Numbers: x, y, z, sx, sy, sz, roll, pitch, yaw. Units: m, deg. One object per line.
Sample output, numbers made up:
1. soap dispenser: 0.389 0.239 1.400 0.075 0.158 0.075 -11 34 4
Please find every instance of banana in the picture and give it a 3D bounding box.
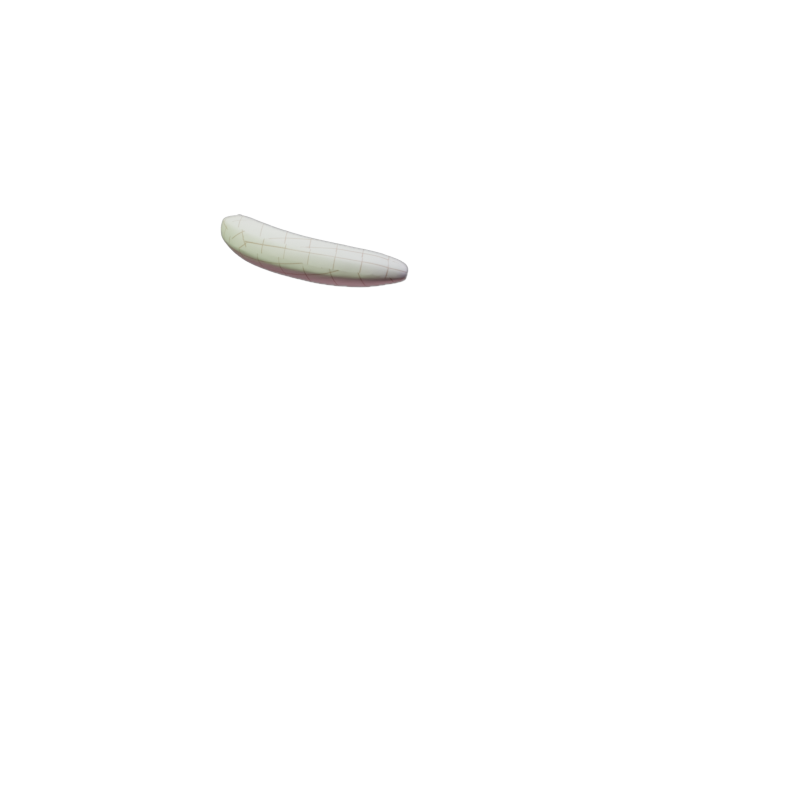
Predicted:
1. banana: -0.090 -0.133 0.970 0.209 0.035 0.070 23 38 31
